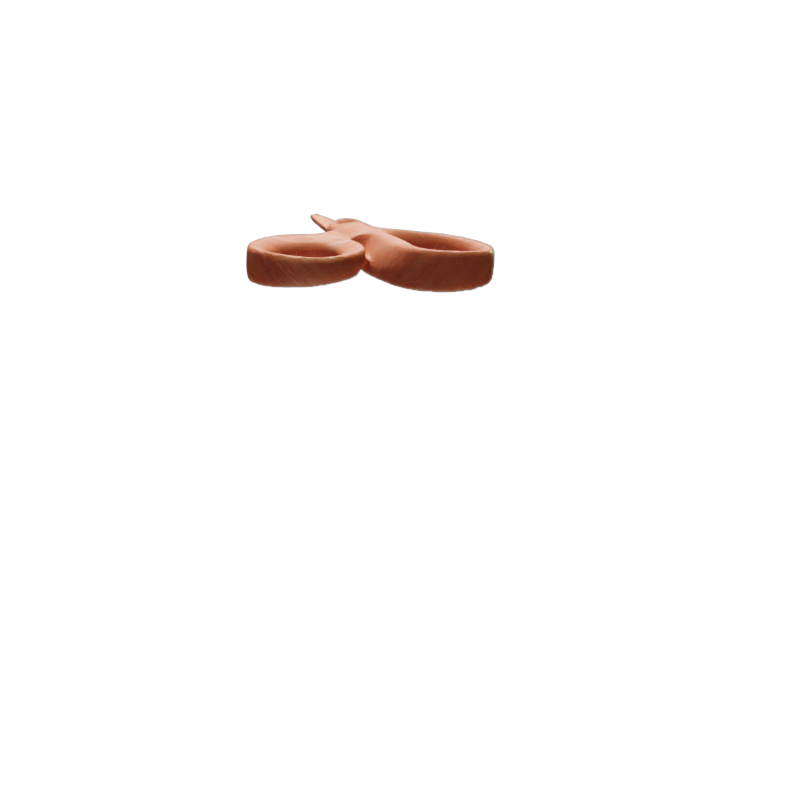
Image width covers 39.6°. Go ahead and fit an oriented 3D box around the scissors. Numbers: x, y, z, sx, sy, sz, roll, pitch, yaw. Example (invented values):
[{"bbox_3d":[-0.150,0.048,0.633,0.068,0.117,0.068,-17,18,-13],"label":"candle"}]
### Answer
[{"bbox_3d":[-0.036,-0.065,0.457,0.094,0.015,0.212,-7,16,-25],"label":"scissors"}]
